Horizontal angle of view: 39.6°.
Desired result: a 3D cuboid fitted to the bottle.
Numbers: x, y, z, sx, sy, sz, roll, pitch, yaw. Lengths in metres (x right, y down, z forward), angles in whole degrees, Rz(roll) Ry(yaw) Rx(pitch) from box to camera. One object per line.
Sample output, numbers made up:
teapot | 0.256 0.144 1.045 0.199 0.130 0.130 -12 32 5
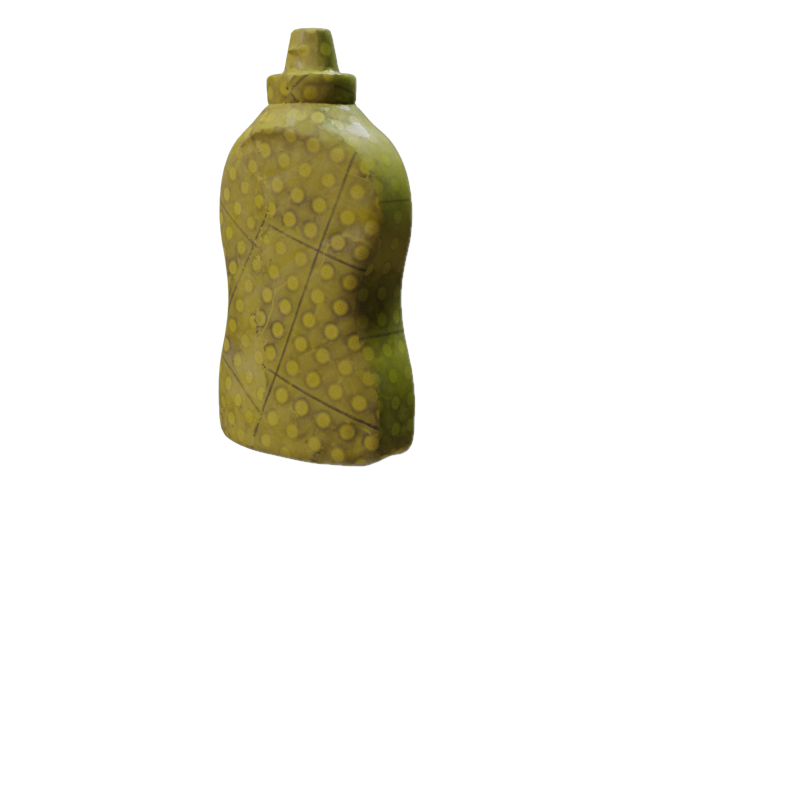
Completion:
bottle | -0.040 -0.072 0.507 0.100 0.189 0.056 5 7 38
